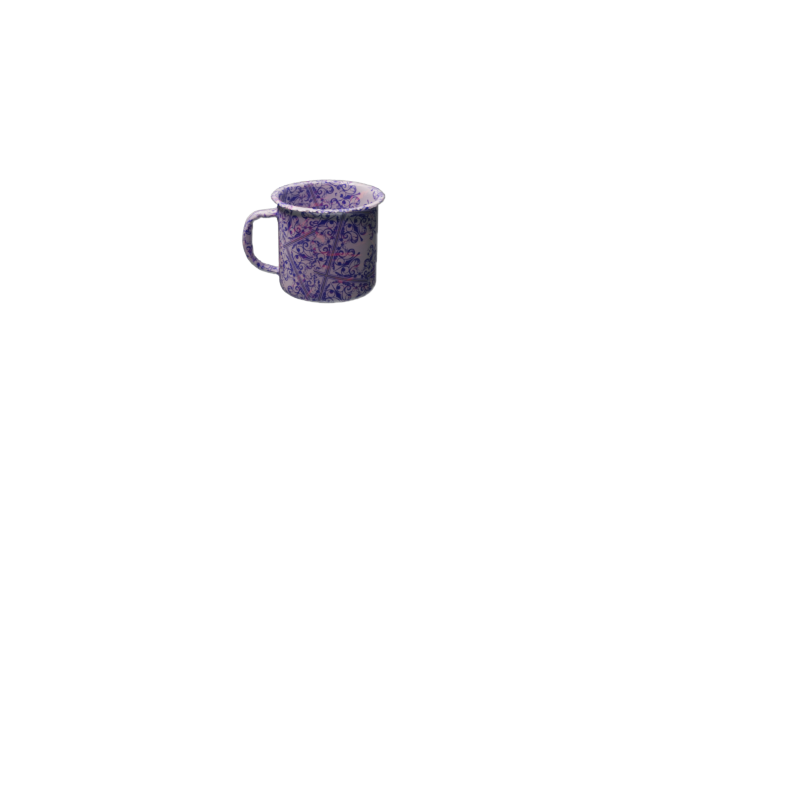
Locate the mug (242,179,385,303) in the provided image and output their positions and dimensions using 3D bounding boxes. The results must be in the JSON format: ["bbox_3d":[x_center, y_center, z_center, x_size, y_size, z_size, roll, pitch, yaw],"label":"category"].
[{"bbox_3d":[-0.071,-0.130,0.913,0.116,0.078,0.098,-2,23,-5],"label":"mug"}]
